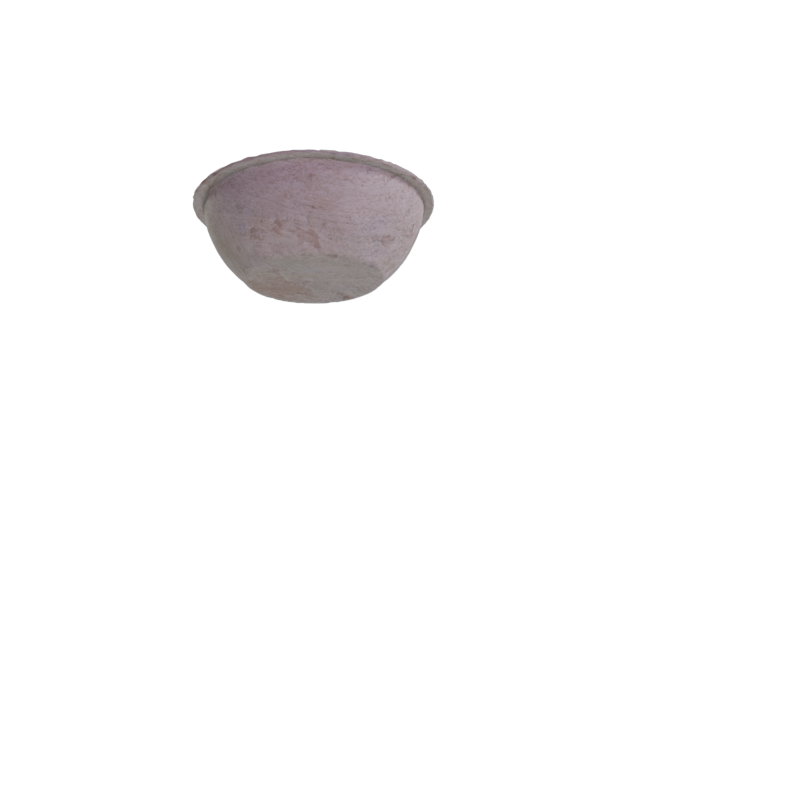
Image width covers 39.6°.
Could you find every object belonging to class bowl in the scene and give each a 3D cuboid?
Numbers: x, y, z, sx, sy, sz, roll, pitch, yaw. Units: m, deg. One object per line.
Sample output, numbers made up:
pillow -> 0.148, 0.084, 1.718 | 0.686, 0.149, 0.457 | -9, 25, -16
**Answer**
bowl -> -0.057, -0.105, 0.732 | 0.162, 0.058, 0.155 | 0, -17, -2
